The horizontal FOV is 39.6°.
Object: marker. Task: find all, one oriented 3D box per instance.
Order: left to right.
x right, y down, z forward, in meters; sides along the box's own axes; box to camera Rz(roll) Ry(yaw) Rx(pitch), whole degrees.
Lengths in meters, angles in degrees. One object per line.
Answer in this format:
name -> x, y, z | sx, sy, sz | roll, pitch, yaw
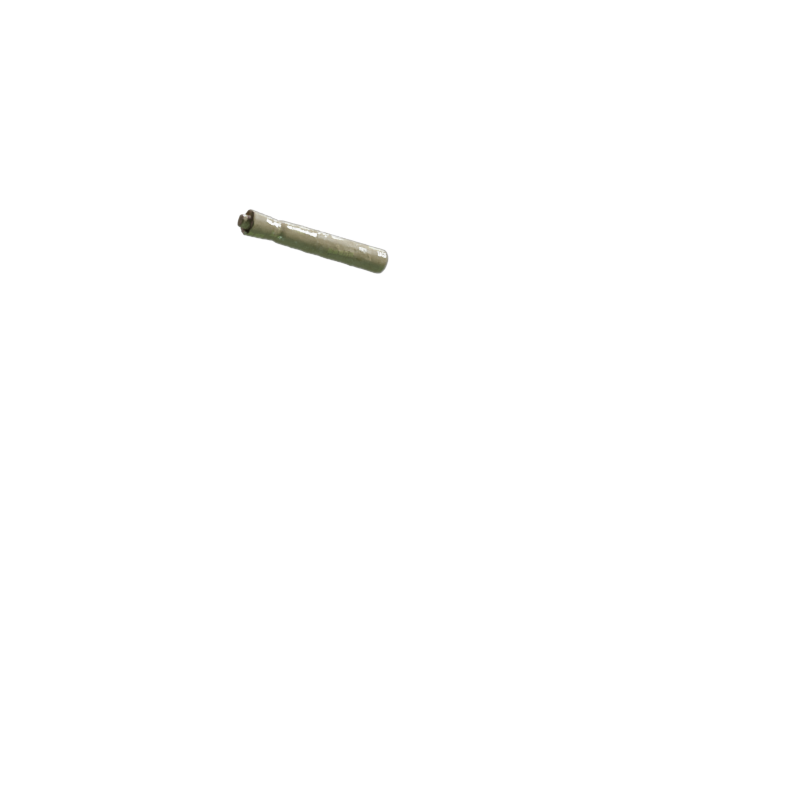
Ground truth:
marker -> -0.062, -0.114, 0.795 | 0.115, 0.020, 0.020 | 13, -3, -31
